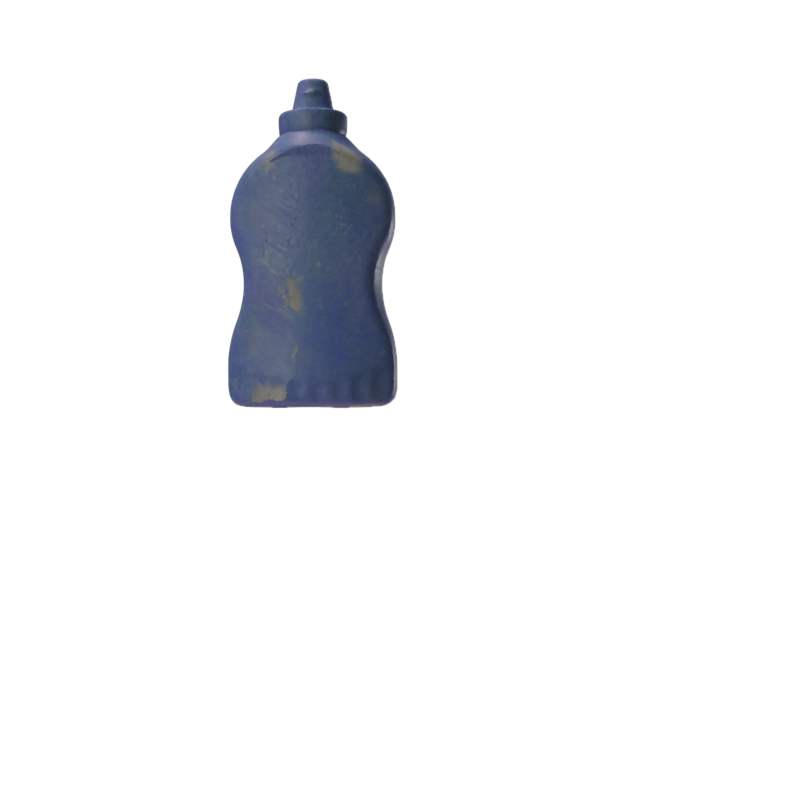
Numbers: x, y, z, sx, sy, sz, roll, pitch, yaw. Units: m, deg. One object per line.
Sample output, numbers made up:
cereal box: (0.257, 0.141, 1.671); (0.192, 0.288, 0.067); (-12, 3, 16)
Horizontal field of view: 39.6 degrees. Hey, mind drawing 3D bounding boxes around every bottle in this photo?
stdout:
bottle: (-0.051, -0.092, 0.647); (0.097, 0.195, 0.057); (-1, -7, 7)
